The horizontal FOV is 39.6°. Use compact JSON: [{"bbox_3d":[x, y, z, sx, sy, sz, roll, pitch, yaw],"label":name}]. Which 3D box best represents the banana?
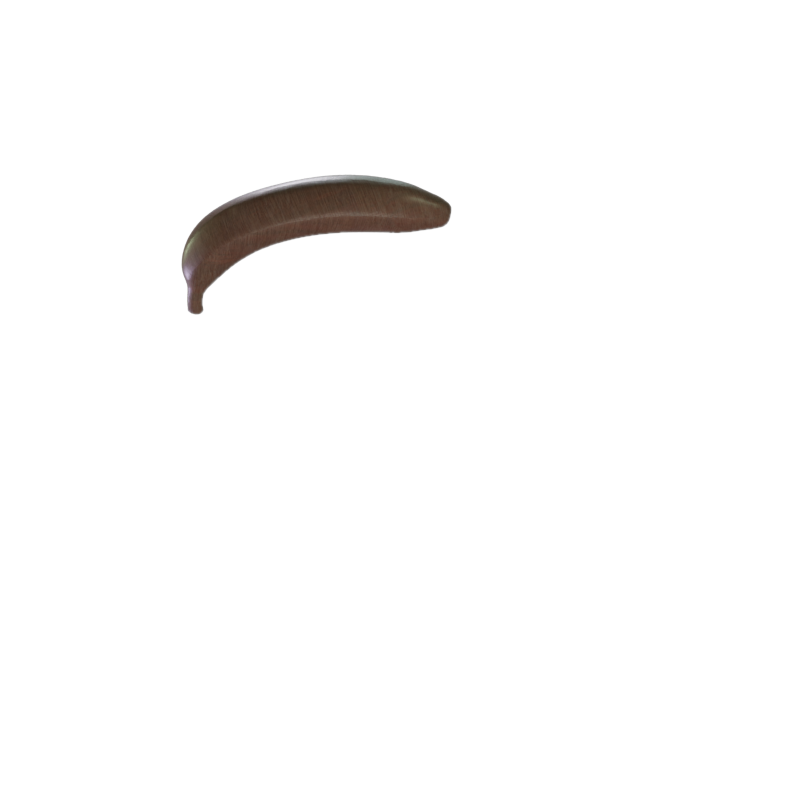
[{"bbox_3d":[-0.069,-0.114,0.727,0.200,0.039,0.064,-16,-40,19],"label":"banana"}]
